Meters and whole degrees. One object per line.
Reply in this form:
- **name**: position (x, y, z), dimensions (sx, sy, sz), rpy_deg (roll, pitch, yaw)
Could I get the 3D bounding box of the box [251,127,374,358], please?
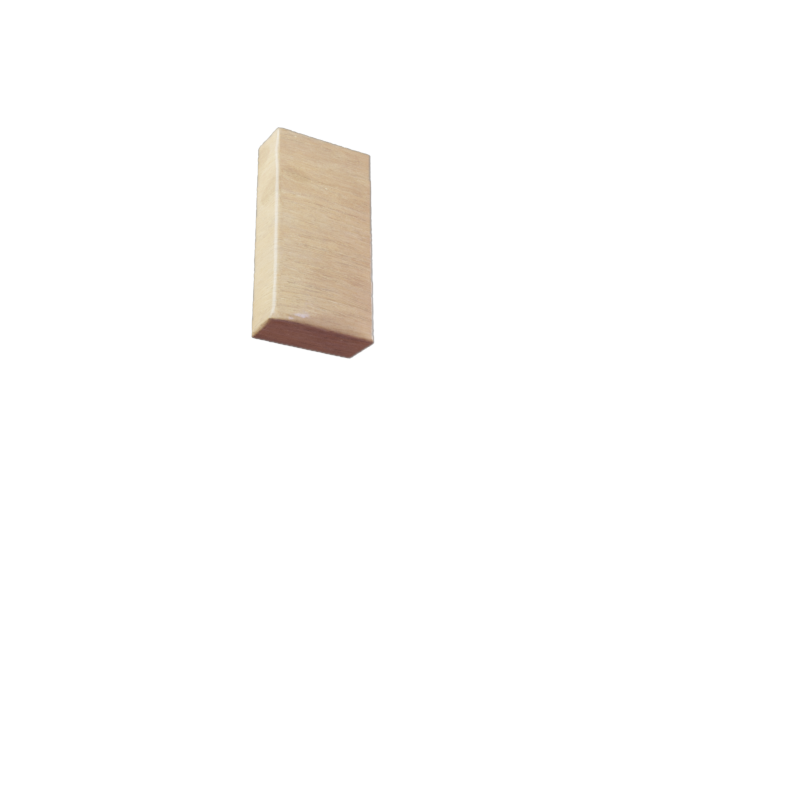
- **box**: position (-0.071, -0.129, 0.907), dimensions (0.089, 0.187, 0.047), rpy_deg (13, -32, -27)
